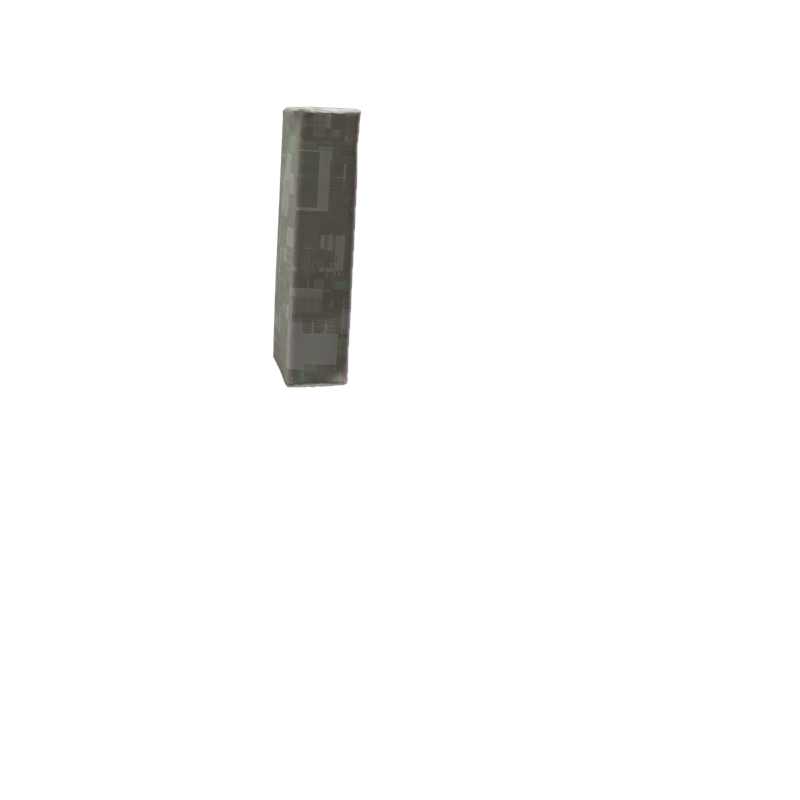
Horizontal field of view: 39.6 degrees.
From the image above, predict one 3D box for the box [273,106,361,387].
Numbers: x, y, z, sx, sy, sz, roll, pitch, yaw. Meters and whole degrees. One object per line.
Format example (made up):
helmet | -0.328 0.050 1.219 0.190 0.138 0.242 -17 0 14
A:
box | -0.057 -0.104 0.730 0.047 0.173 0.096 -1 8 -12
